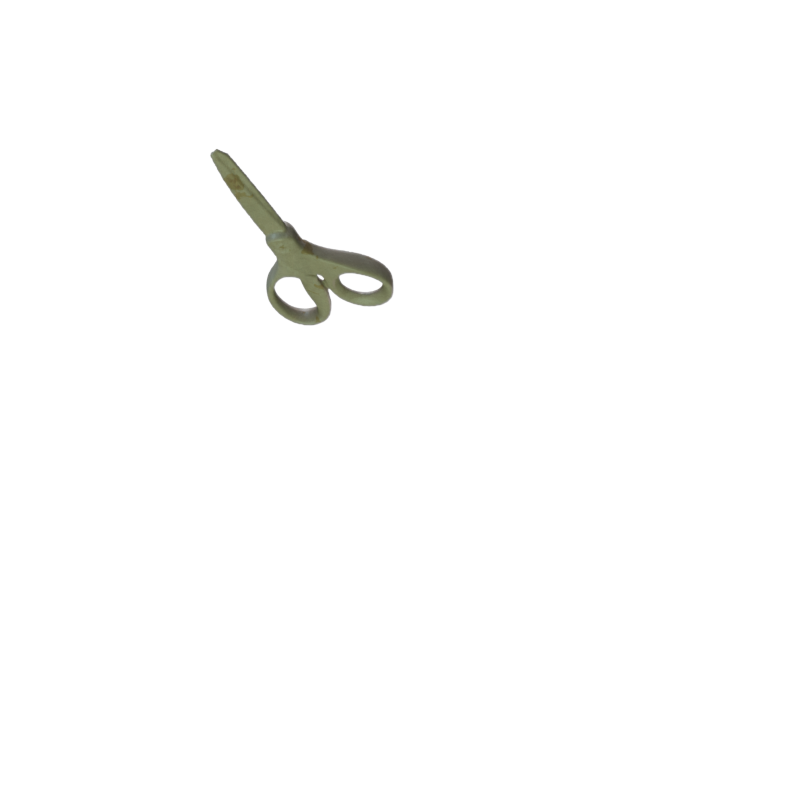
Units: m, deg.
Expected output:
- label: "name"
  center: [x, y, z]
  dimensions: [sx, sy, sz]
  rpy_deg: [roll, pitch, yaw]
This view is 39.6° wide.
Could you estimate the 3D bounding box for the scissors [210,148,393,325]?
- label: "scissors"
  center: [-0.055, -0.101, 0.707]
  dimensions: [0.097, 0.017, 0.189]
  rpy_deg: [-1, -26, 3]
